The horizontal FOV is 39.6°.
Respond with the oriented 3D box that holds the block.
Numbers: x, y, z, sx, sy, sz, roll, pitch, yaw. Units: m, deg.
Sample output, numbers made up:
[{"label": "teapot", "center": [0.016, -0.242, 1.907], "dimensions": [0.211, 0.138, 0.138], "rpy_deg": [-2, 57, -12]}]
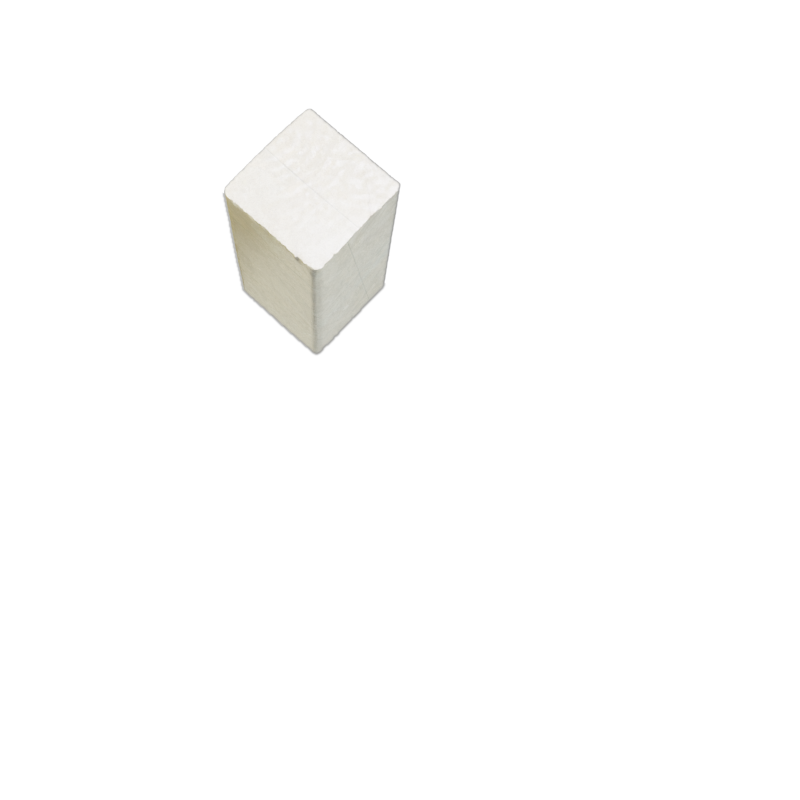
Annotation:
[{"label": "block", "center": [-0.067, -0.121, 0.849], "dimensions": [0.093, 0.091, 0.198], "rpy_deg": [42, -14, 7]}]
